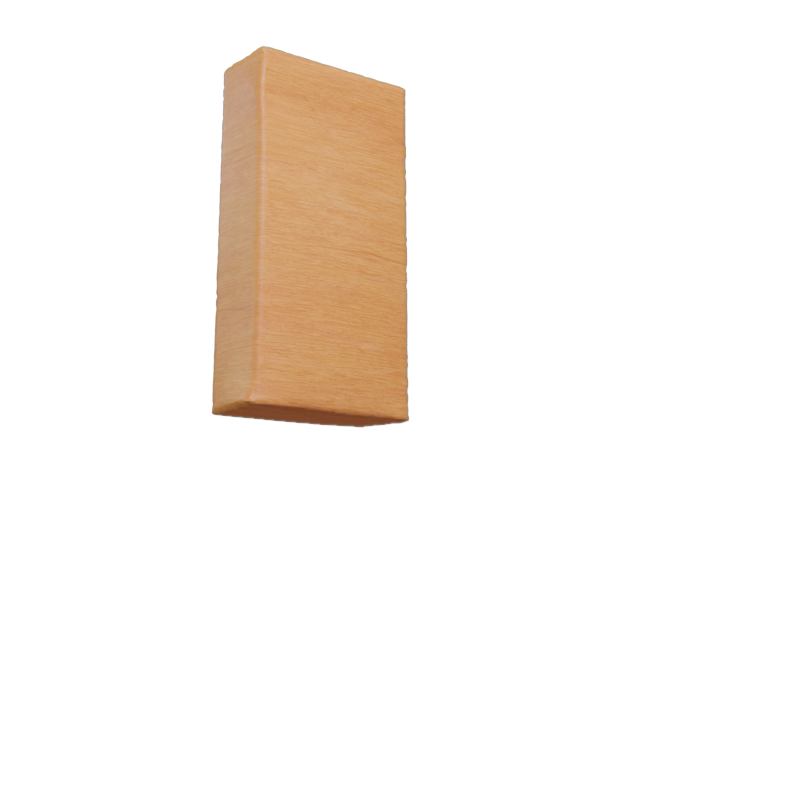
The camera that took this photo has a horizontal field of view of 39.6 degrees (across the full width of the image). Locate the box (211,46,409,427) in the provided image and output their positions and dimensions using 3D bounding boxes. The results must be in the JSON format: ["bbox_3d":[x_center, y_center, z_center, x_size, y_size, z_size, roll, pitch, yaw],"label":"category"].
[{"bbox_3d":[-0.043,-0.079,0.553,0.089,0.183,0.048,10,-19,-35],"label":"box"}]
